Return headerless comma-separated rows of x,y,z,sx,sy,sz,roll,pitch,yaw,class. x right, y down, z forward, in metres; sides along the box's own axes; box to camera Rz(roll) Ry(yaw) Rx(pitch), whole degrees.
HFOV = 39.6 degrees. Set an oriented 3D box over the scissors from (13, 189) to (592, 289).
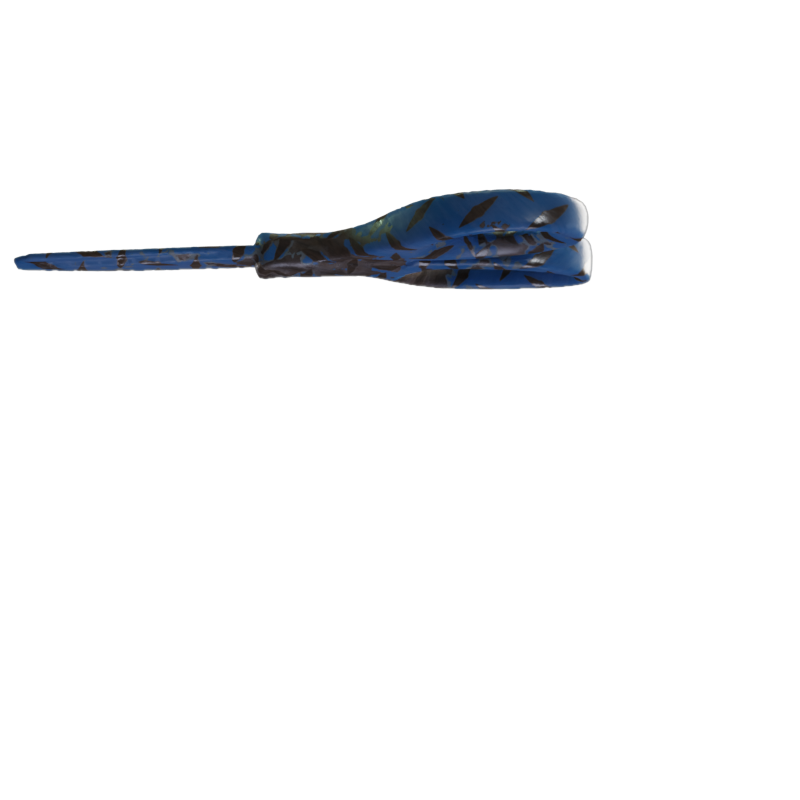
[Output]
-0.029,-0.052,0.365,0.199,0.016,0.095,1,-8,-9,scissors
